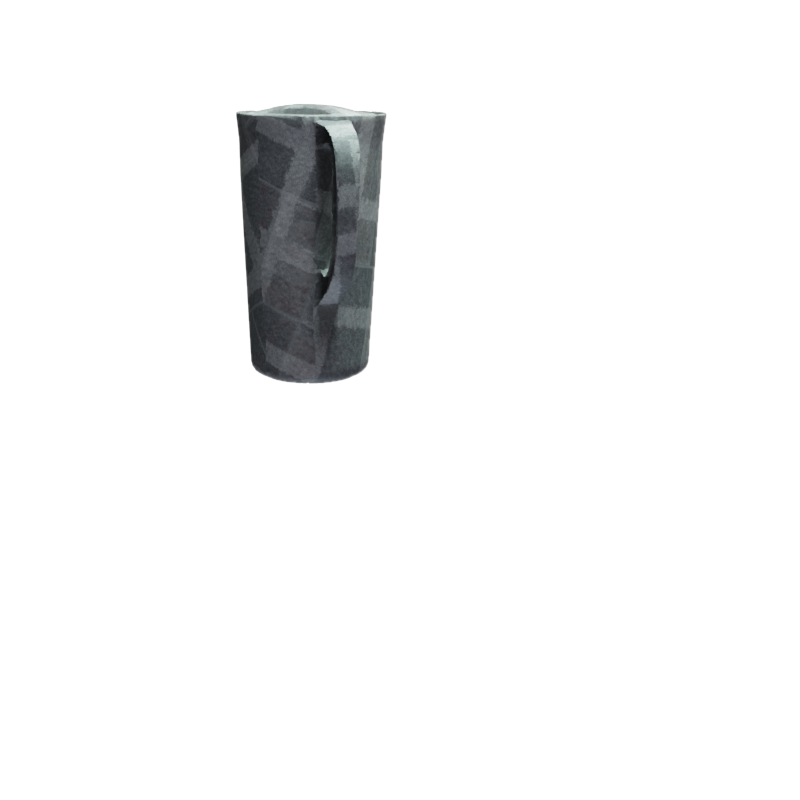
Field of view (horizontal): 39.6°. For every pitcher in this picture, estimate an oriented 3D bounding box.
[{"bbox_3d":[-0.077,-0.141,0.989,0.150,0.238,0.148,5,12,24],"label":"pitcher"}]
